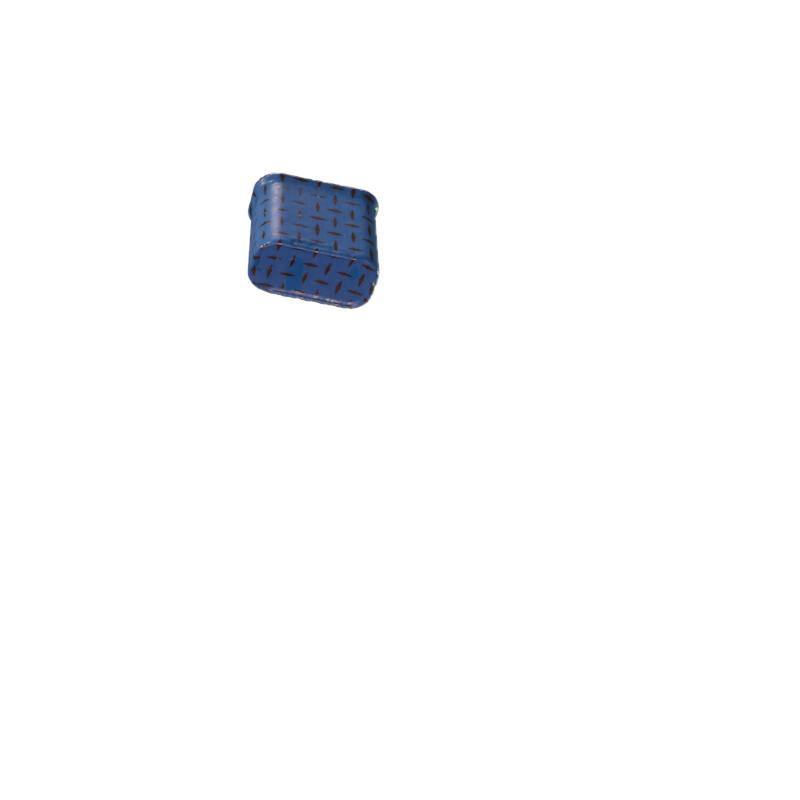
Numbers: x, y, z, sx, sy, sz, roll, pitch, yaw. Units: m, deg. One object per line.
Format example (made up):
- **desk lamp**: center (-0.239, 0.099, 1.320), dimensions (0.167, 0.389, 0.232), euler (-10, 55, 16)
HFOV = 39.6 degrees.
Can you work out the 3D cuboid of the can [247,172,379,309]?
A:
- **can**: center (-0.067, -0.122, 0.853), dimensions (0.100, 0.054, 0.090), euler (10, 42, -11)
